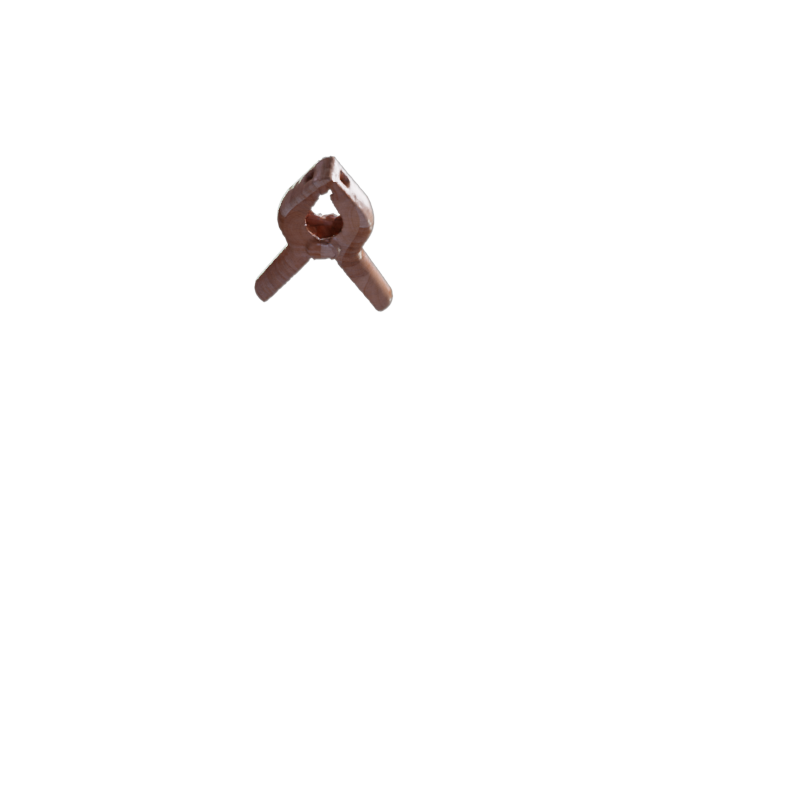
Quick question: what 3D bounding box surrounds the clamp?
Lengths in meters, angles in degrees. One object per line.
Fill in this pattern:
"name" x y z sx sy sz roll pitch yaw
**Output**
"clamp" -0.072 -0.132 0.925 0.121 0.042 0.159 -4 -41 4
